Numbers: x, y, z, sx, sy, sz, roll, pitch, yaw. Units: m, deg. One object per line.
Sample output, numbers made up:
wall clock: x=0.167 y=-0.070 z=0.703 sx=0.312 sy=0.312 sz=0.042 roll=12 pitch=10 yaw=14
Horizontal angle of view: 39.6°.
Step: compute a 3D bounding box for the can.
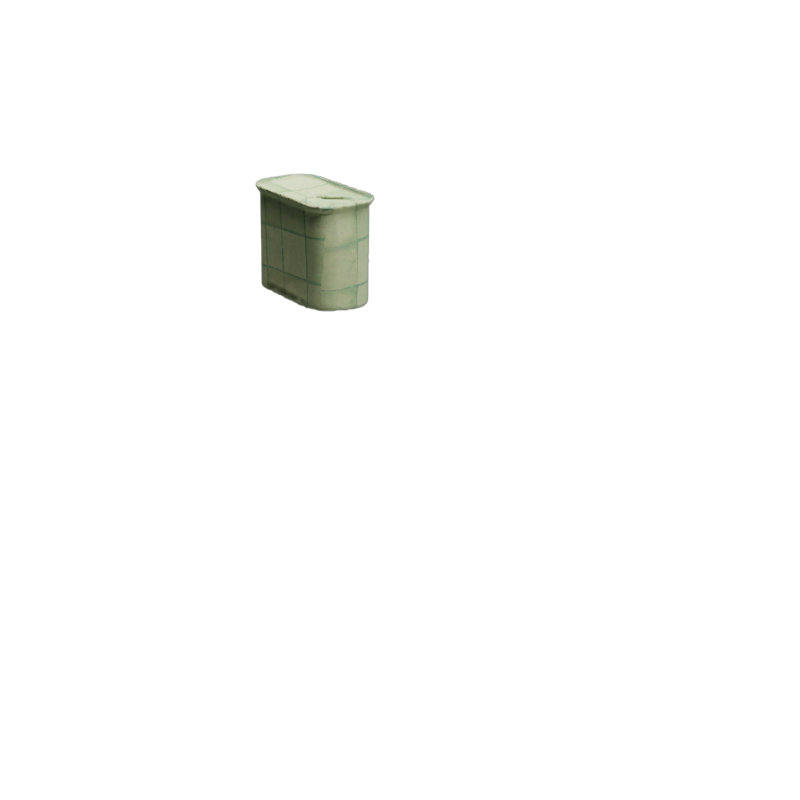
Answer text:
can: x=-0.066 y=-0.121 z=0.846 sx=0.056 sy=0.080 sz=0.109 roll=-13 pitch=25 yaw=-34
